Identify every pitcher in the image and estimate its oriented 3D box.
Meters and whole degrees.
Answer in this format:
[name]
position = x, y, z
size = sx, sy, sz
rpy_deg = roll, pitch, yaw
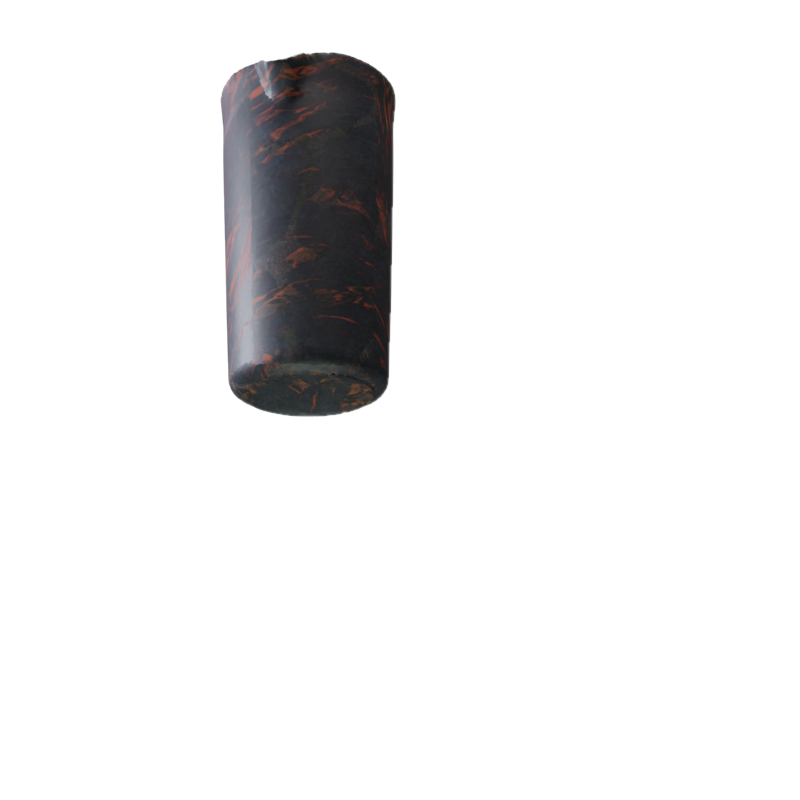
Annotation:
[pitcher]
position = -0.063, -0.115, 0.803
size = 0.142, 0.257, 0.144
rpy_deg = 14, -28, -30
